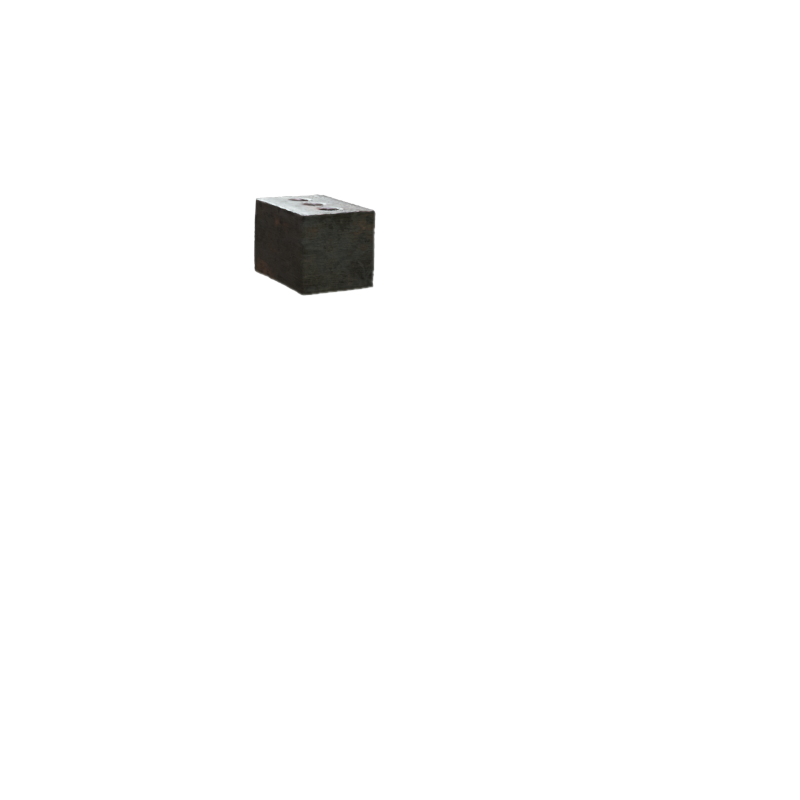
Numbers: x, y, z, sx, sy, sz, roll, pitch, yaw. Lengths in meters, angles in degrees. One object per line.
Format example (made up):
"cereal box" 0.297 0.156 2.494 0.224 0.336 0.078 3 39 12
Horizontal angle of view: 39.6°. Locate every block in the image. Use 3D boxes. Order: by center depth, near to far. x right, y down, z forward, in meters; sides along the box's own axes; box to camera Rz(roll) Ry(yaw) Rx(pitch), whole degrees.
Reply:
"block" -0.056 -0.103 0.721 0.051 0.050 0.083 -8 18 -28
